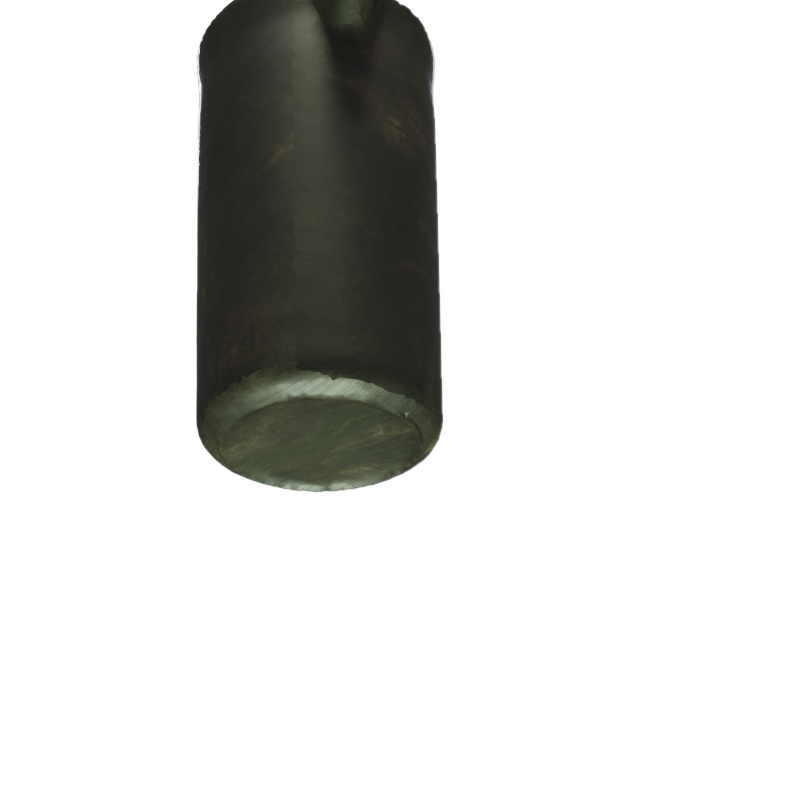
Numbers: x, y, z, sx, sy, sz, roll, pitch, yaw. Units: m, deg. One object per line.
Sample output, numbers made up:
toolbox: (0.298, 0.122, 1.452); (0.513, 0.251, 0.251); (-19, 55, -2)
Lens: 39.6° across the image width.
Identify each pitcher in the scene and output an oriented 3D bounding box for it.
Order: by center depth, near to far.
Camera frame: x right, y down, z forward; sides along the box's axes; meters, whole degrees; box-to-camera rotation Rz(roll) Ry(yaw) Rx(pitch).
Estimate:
pitcher: (-0.044, -0.080, 0.560); (0.146, 0.260, 0.138); (-18, -37, 21)
